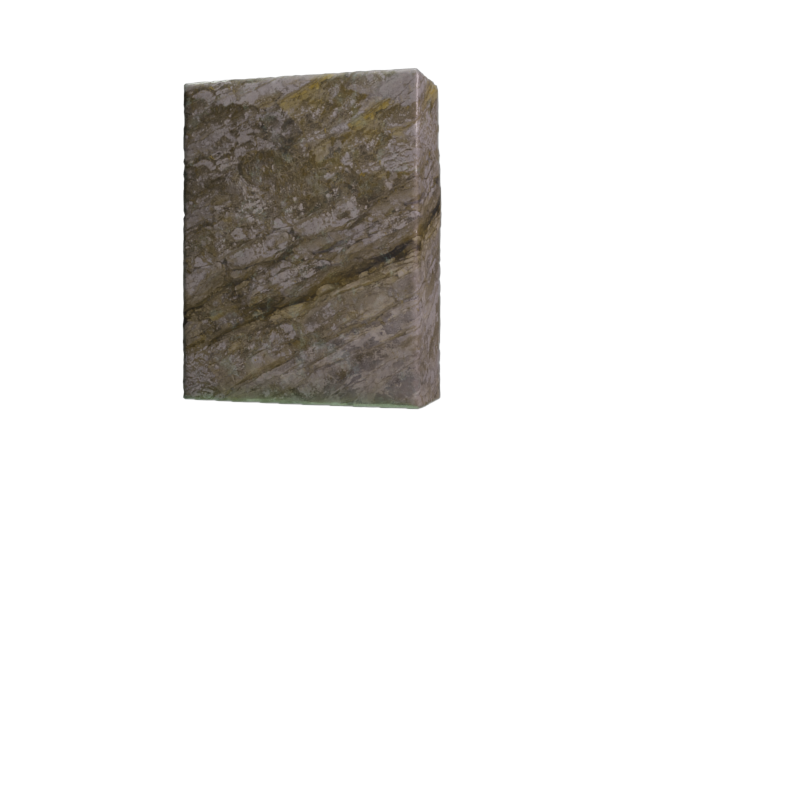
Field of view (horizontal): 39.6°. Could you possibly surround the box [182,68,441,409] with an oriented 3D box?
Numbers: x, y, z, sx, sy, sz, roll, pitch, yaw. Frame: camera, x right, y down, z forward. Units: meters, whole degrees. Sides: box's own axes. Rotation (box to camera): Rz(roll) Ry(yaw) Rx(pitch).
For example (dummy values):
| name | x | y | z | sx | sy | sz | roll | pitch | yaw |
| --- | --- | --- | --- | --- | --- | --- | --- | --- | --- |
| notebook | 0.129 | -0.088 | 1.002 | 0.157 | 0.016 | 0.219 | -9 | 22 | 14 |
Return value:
| name | x | y | z | sx | sy | sz | roll | pitch | yaw |
| --- | --- | --- | --- | --- | --- | --- | --- | --- | --- |
| box | -0.058 | -0.106 | 0.741 | 0.168 | 0.215 | 0.070 | 0 | -1 | 17 |
